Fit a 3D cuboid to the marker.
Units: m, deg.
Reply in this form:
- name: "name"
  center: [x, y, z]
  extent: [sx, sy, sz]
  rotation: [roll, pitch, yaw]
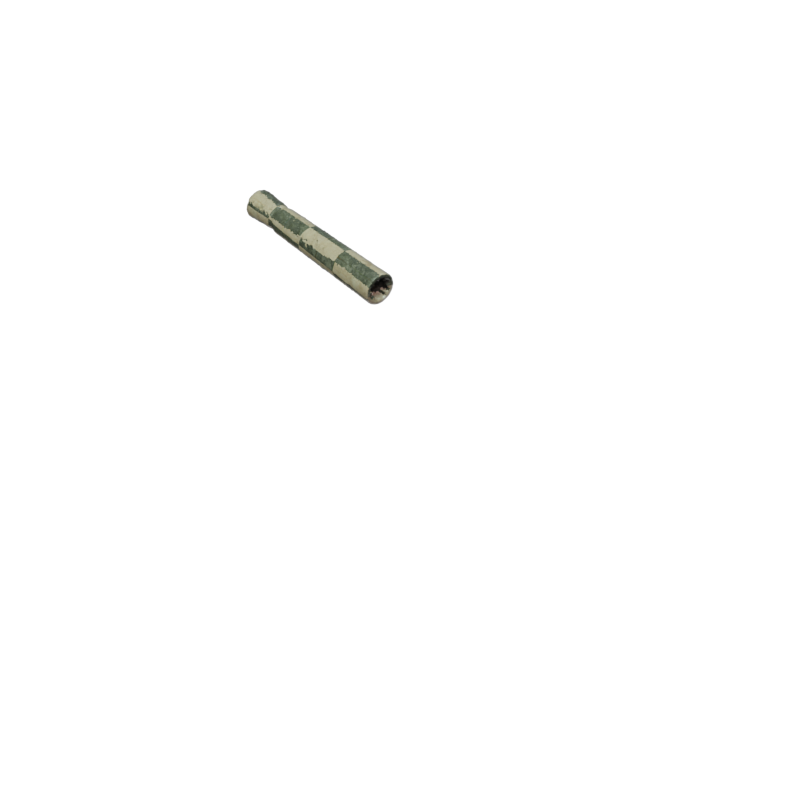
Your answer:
- name: "marker"
  center: [-0.050, -0.091, 0.634]
  extent: [0.019, 0.019, 0.130]
  rotation: [-3, 31, -42]
